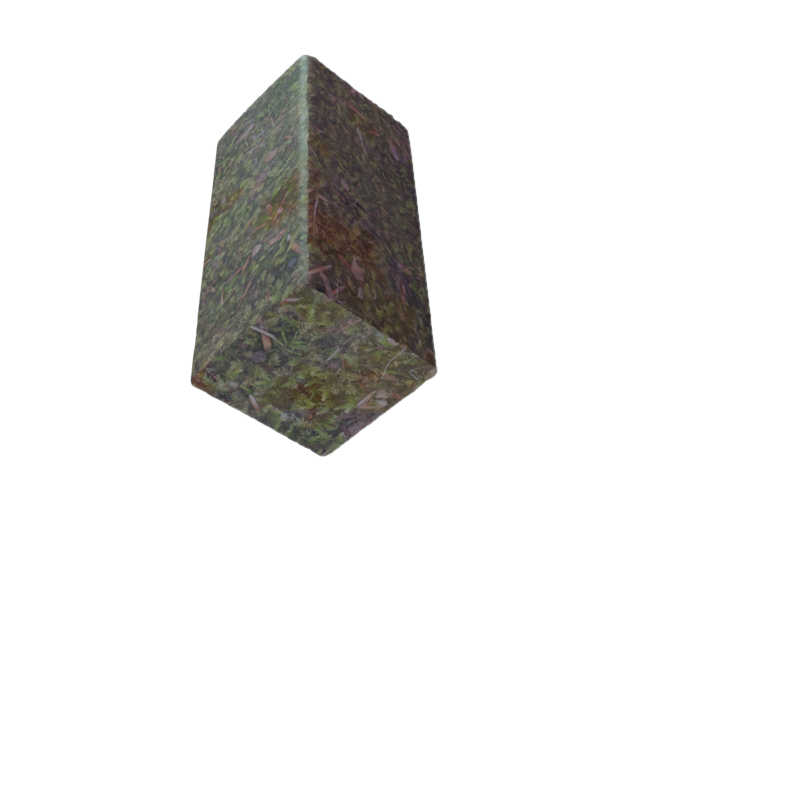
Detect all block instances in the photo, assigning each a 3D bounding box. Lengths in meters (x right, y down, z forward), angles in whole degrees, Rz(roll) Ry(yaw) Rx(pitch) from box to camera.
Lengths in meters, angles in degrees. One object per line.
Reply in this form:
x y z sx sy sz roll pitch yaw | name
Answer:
-0.048 -0.089 0.619 0.085 0.221 0.089 32 -56 -30 | block
